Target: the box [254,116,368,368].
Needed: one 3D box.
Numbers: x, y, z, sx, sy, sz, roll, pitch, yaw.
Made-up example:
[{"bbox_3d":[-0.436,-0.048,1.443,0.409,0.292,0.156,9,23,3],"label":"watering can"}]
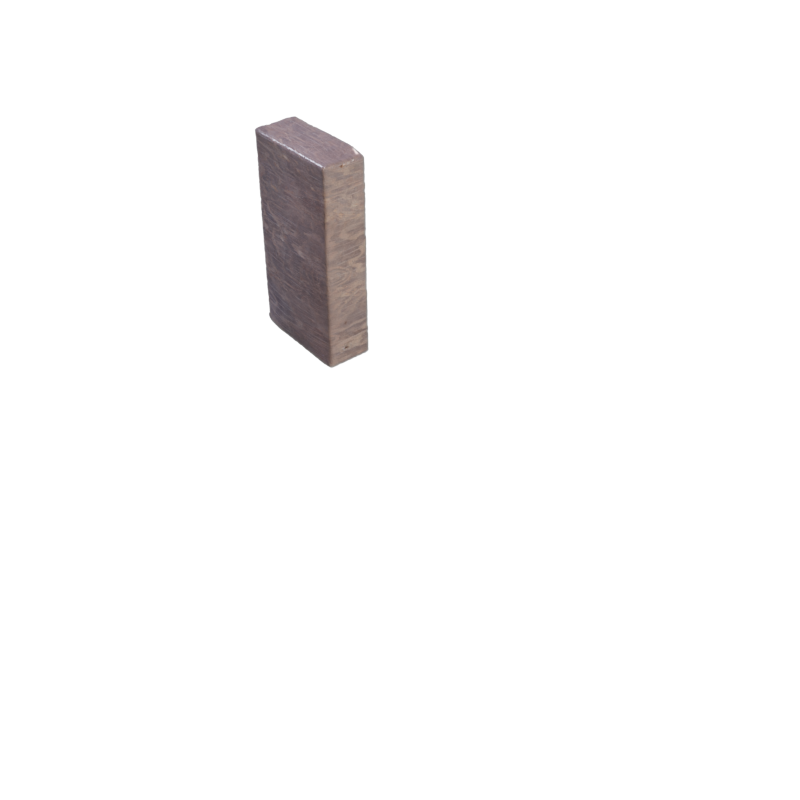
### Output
[{"bbox_3d":[-0.067,-0.124,0.867,0.047,0.166,0.100,-20,38,-32],"label":"box"}]
